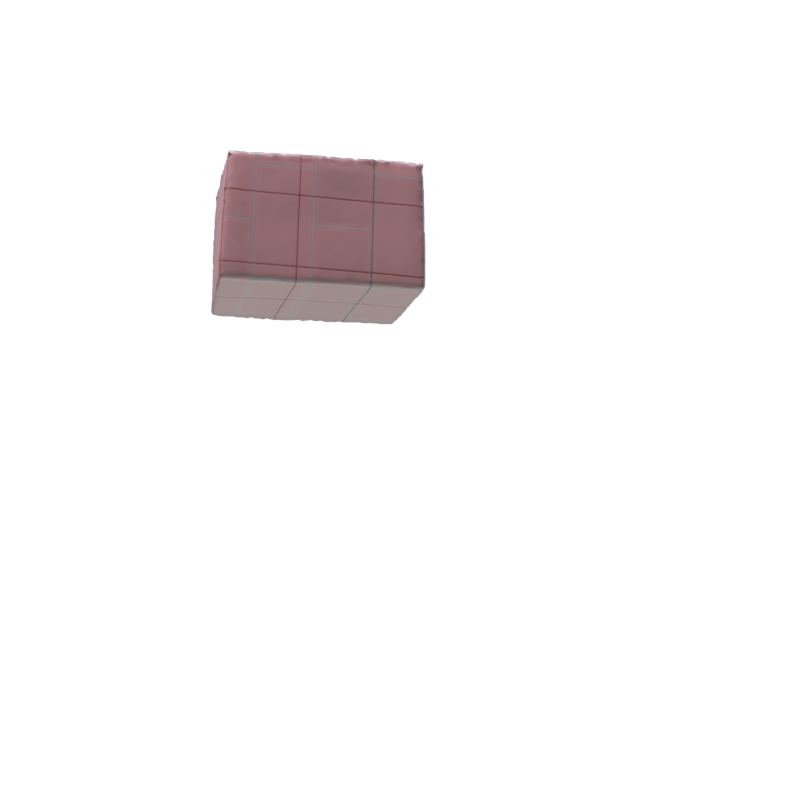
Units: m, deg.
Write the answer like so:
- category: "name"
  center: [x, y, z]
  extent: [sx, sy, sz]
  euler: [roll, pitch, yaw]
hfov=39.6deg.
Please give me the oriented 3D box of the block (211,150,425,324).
- category: "block"
  center: [-0.034, -0.062, 0.434]
  extent: [0.077, 0.053, 0.051]
  euler: [2, -16, -11]
